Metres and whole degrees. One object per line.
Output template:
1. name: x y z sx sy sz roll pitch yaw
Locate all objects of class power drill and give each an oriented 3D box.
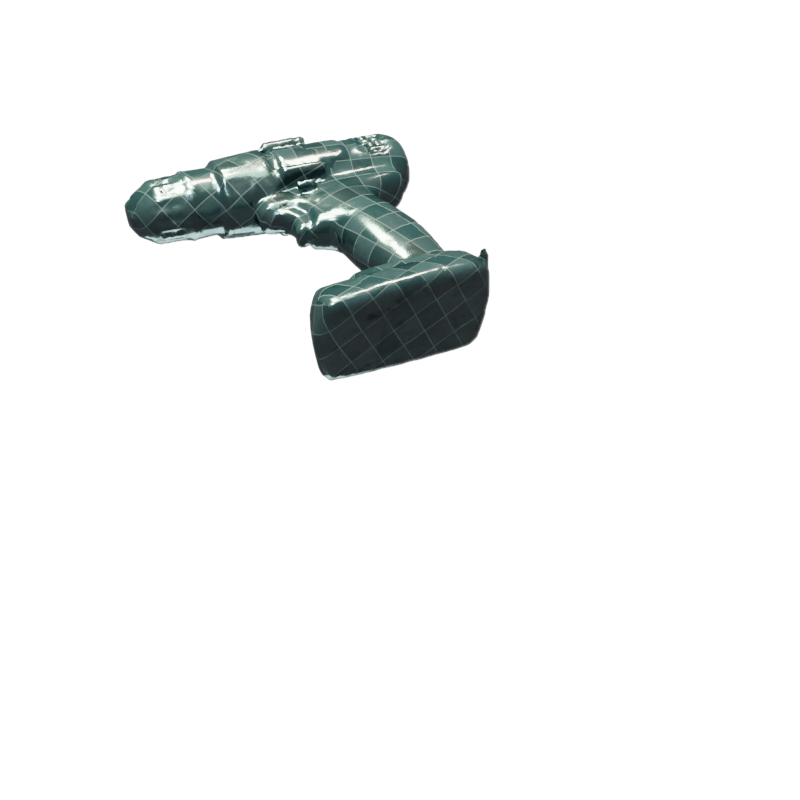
1. power drill: -0.050 -0.092 0.644 0.182 0.054 0.203 -16 42 -19
